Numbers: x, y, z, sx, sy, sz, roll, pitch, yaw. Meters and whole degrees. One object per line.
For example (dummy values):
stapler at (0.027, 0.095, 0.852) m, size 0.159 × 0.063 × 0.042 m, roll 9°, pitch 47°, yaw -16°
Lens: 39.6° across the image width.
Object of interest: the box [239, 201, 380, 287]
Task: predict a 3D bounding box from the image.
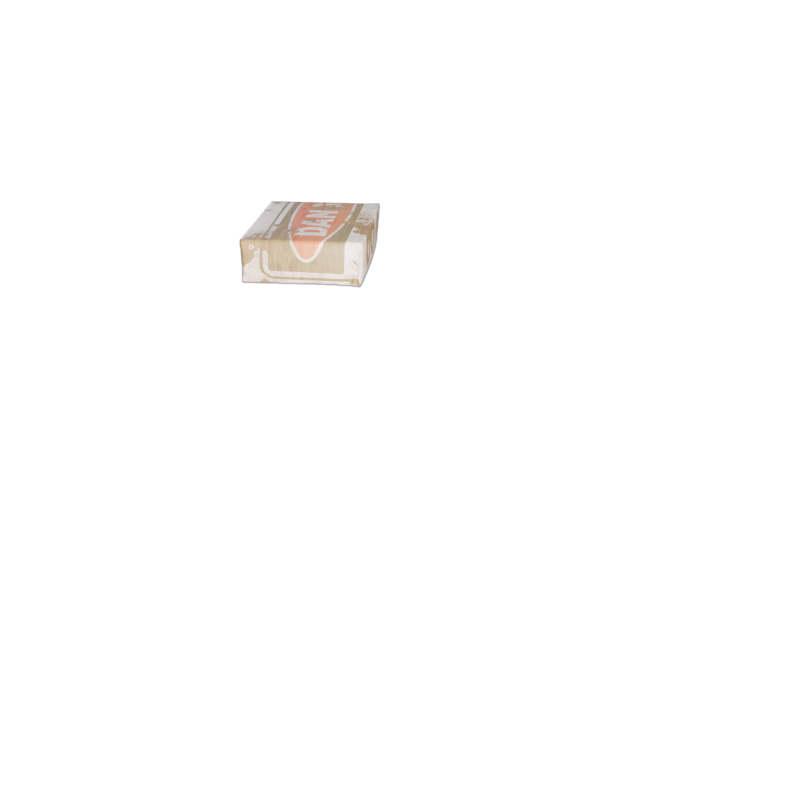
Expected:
box at (-0.066, -0.120, 0.841) m, size 0.091 × 0.037 × 0.117 m, roll 3°, pitch 22°, yaw 7°
